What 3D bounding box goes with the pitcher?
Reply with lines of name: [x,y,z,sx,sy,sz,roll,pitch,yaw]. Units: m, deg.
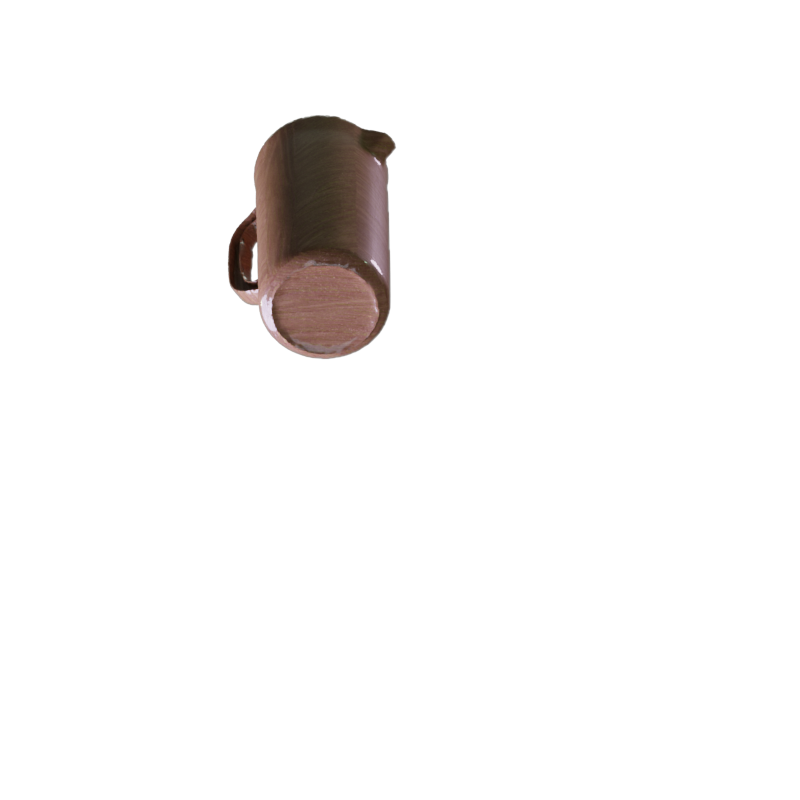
pitcher: [-0.078,-0.142,0.997,0.143,0.141,0.260,8,34,-9]
